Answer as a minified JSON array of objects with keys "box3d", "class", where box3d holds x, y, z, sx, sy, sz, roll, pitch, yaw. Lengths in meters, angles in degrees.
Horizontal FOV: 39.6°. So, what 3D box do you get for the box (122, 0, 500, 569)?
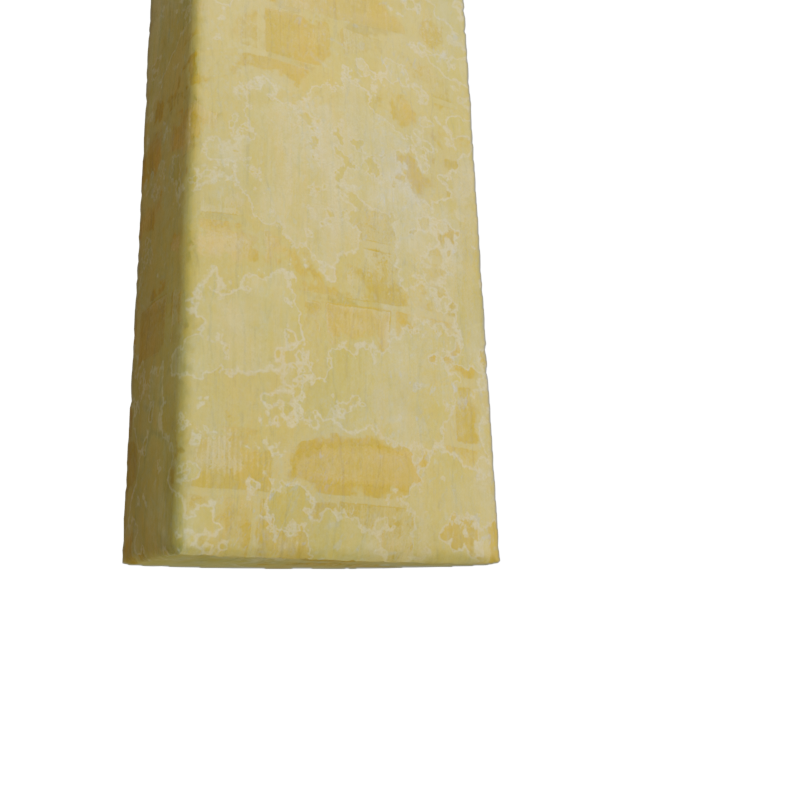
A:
[{"box3d":[-0.024,-0.045,0.312,0.090,0.184,0.048,8,-19,-28],"class":"box"}]
